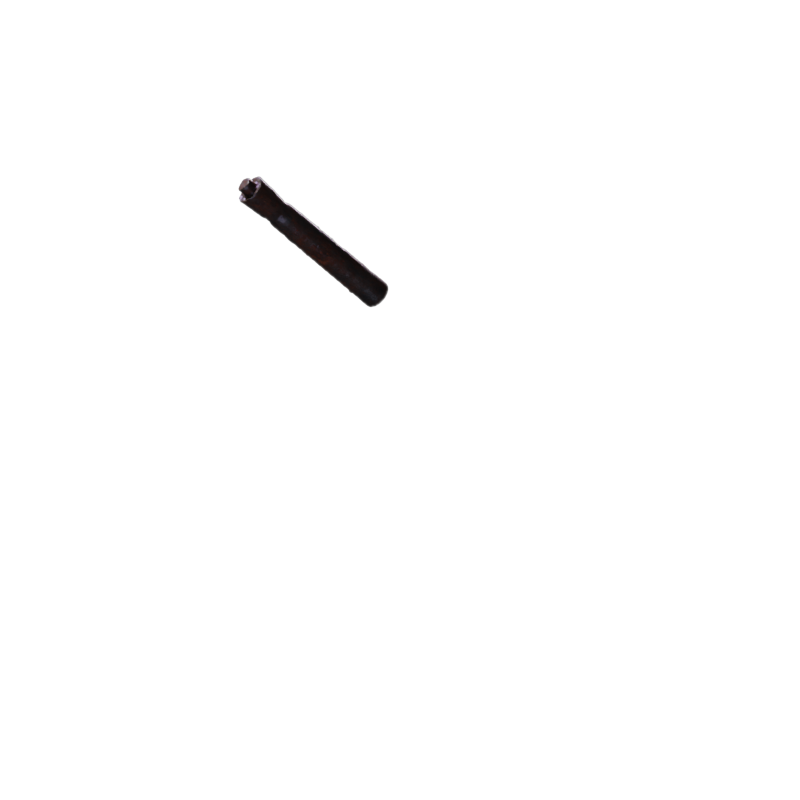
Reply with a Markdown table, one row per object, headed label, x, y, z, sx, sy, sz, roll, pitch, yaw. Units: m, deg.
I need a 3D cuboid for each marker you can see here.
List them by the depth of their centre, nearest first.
| label | x | y | z | sx | sy | sz | roll | pitch | yaw |
| --- | --- | --- | --- | --- | --- | --- | --- | --- | --- |
| marker | -0.053 | -0.097 | 0.679 | 0.113 | 0.020 | 0.020 | 38 | -19 | -30 |
